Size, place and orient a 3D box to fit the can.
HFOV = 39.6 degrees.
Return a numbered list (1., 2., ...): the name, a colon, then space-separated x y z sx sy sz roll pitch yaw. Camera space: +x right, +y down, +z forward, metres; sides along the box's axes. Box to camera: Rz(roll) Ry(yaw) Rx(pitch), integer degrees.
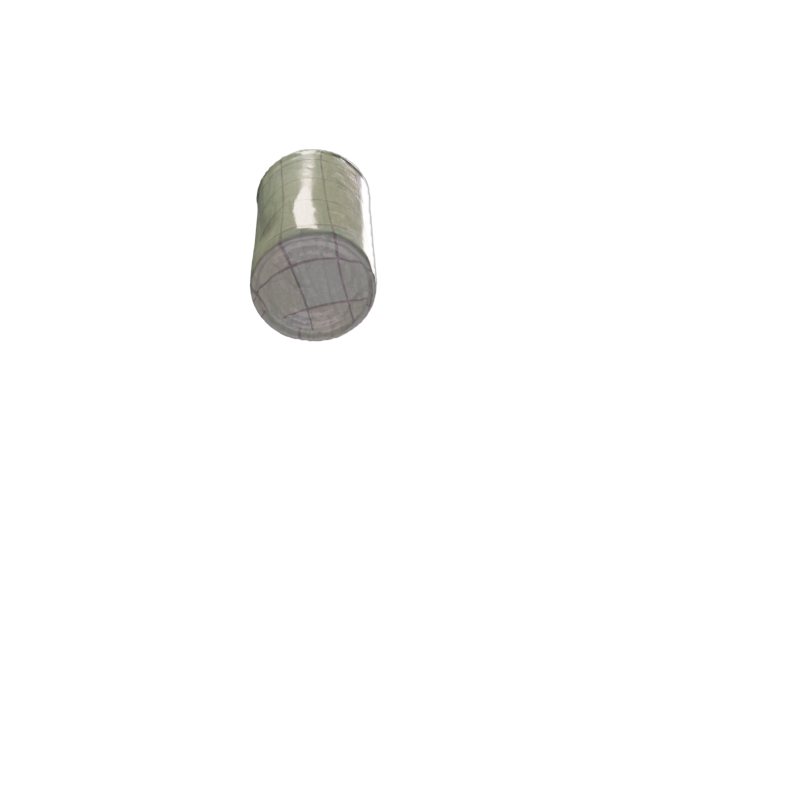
1. can: -0.048 -0.088 0.616 0.068 0.064 0.109 -1 34 -3
